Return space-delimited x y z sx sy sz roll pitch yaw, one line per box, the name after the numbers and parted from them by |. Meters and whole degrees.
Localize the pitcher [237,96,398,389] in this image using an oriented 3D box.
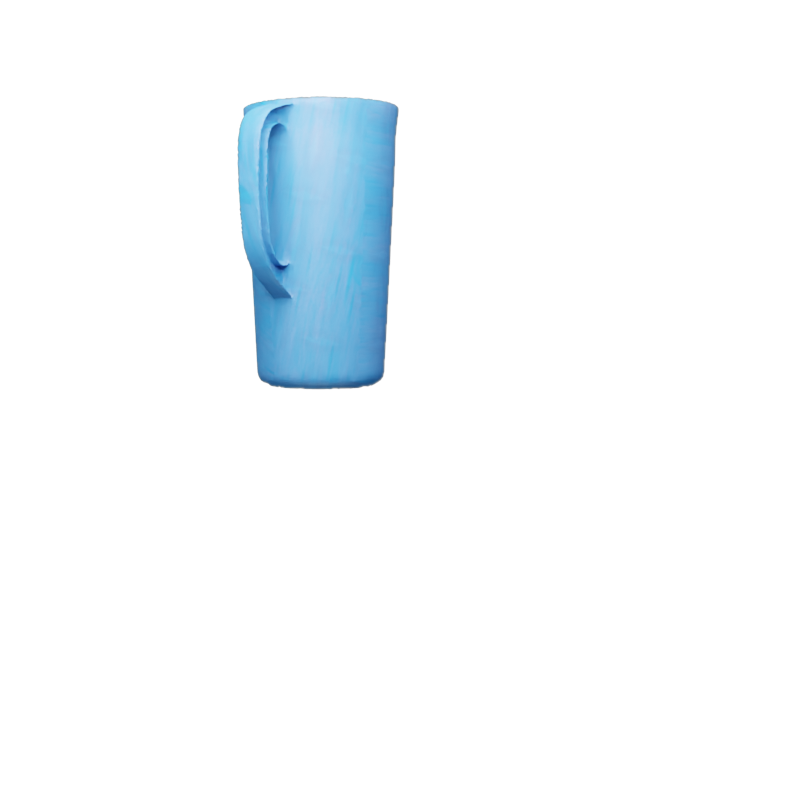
-0.073 -0.134 0.938 0.146 0.244 0.147 0 -1 -15 | pitcher
